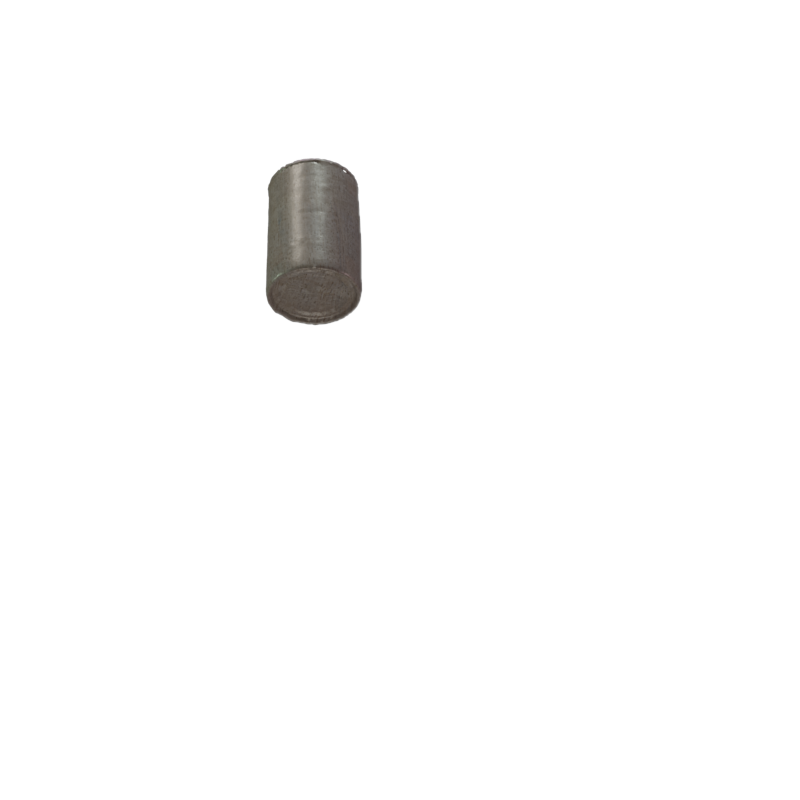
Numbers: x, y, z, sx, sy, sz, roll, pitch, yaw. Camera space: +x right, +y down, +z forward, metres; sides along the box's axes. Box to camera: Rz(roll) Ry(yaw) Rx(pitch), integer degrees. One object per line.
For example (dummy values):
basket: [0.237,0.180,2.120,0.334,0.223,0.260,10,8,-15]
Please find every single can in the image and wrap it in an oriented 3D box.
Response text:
can: [-0.062,-0.113,0.795,0.068,0.110,0.064,-1,-37,-3]
